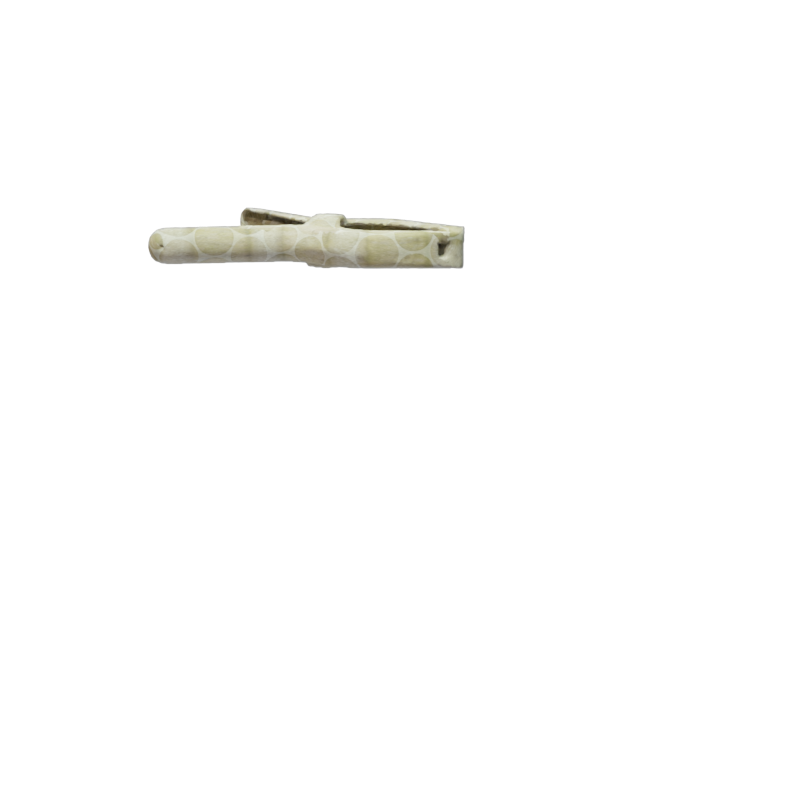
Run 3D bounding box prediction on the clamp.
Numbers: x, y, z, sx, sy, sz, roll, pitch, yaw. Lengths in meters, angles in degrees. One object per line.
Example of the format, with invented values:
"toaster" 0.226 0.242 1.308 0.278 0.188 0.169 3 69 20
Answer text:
"clamp" -0.062 -0.112 0.786 0.218 0.035 0.163 8 18 25
